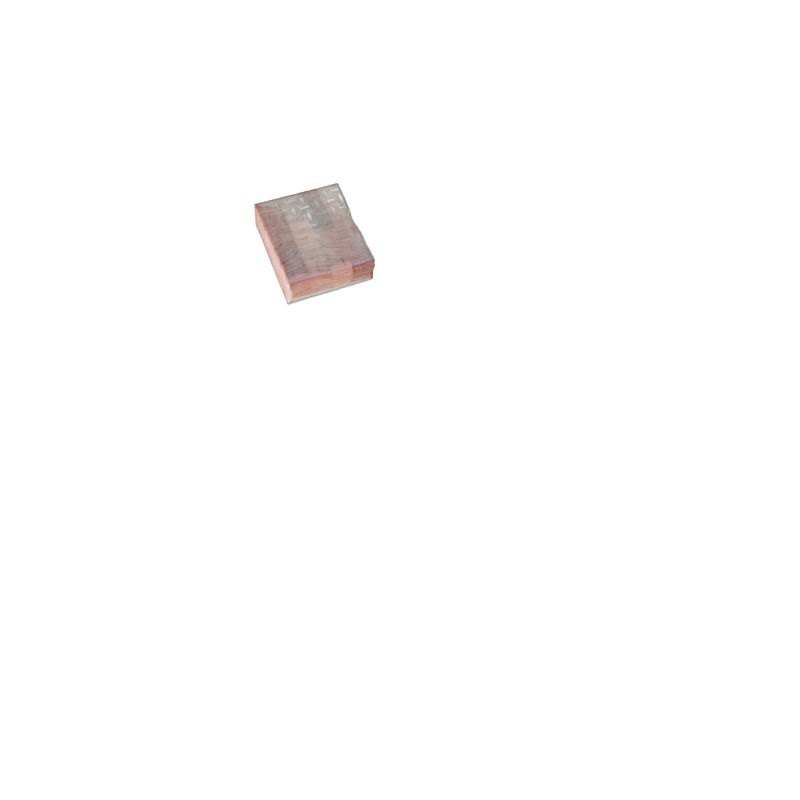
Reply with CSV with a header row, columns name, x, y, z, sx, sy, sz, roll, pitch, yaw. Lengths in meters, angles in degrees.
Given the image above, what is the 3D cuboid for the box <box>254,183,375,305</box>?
name,x,y,z,sx,sy,sz,roll,pitch,yaw
box,-0.069,-0.126,0.886,0.072,0.096,0.028,-16,-34,-12
